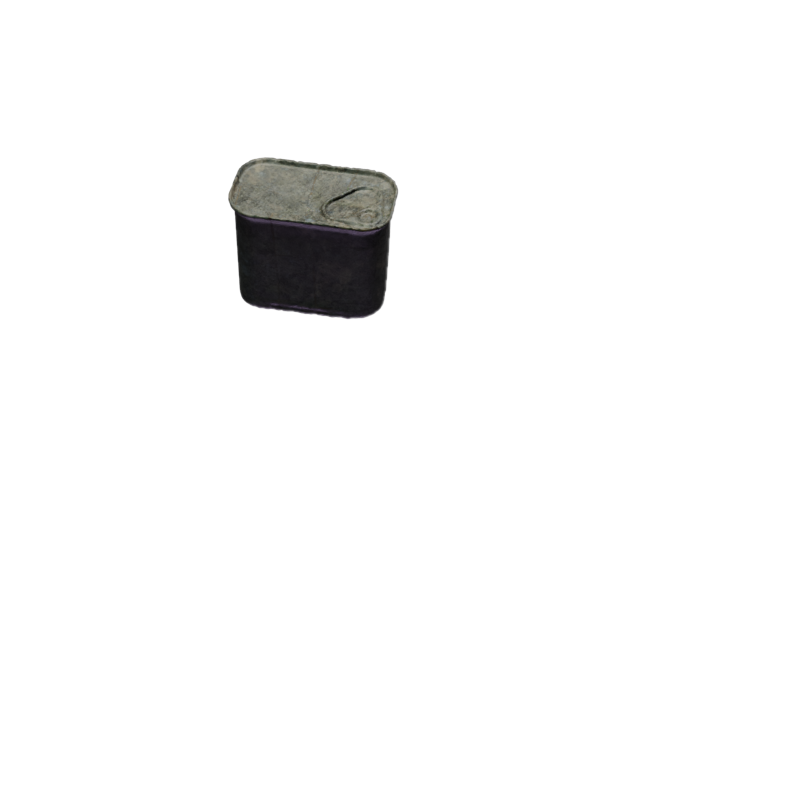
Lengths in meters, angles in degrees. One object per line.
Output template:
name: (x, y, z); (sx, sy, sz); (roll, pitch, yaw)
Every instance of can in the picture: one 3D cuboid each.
can: (-0.055, -0.101, 0.707); (0.103, 0.061, 0.078); (8, -44, 6)
